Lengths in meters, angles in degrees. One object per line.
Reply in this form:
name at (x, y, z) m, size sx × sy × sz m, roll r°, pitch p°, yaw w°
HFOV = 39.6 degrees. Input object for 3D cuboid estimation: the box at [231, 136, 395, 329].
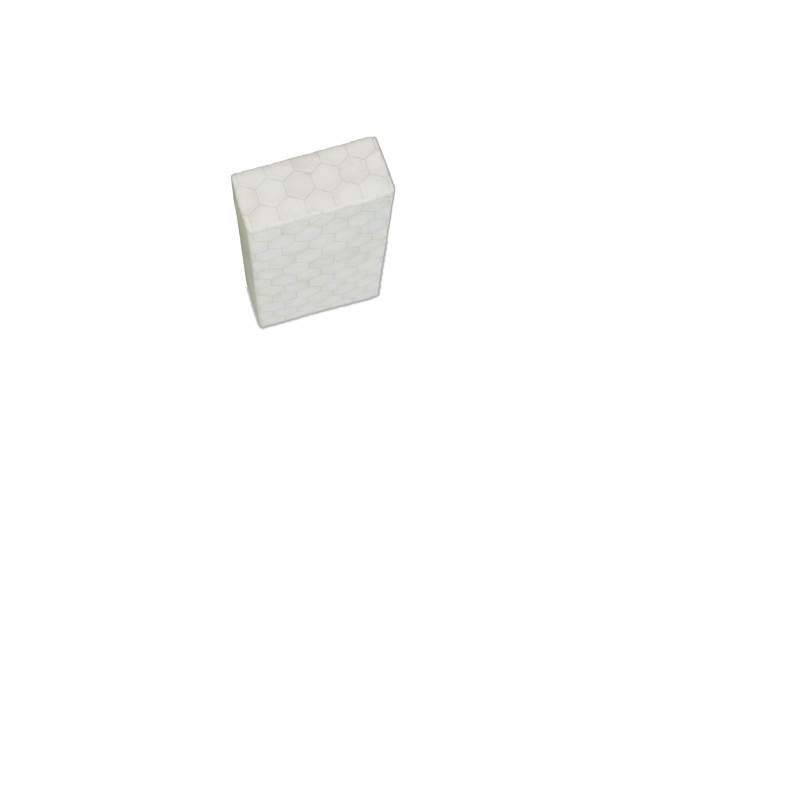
box at (-0.057, -0.103, 0.725) m, size 0.093 × 0.050 × 0.170 m, roll -16°, pitch -12°, yaw -8°
